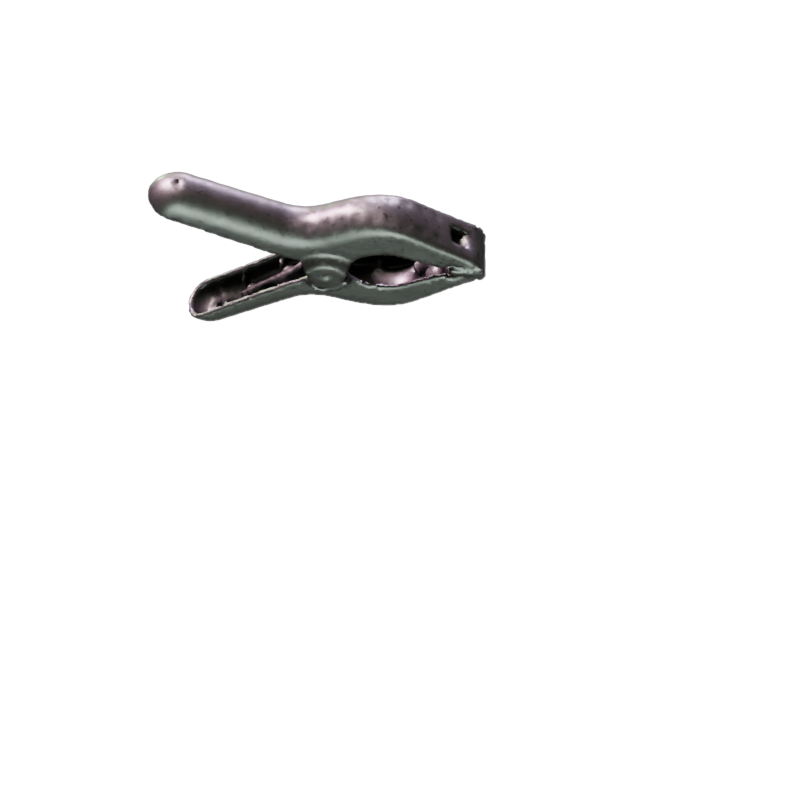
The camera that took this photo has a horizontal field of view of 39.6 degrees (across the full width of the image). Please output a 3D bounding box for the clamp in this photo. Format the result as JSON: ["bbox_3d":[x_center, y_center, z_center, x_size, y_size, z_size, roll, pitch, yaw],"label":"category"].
[{"bbox_3d":[-0.045,-0.081,0.569,0.173,0.041,0.112,-5,-23,12],"label":"clamp"}]
